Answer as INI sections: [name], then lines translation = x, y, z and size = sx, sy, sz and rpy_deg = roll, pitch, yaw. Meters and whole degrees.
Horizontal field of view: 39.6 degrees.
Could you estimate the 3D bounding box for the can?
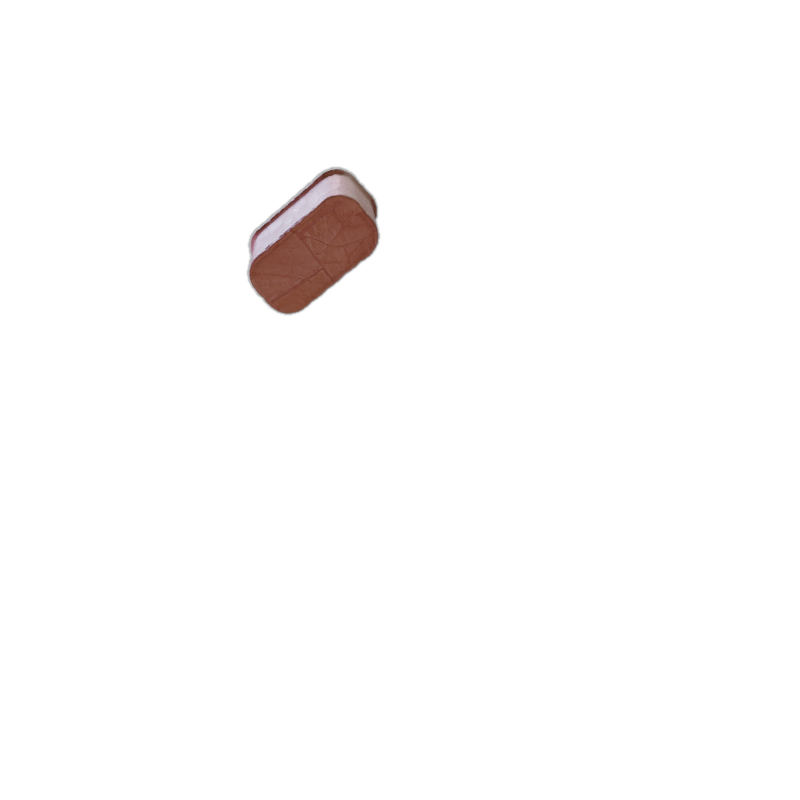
[can]
translation = -0.064, -0.116, 0.813
size = 0.101, 0.055, 0.087
rpy_deg = -39, 17, 10
